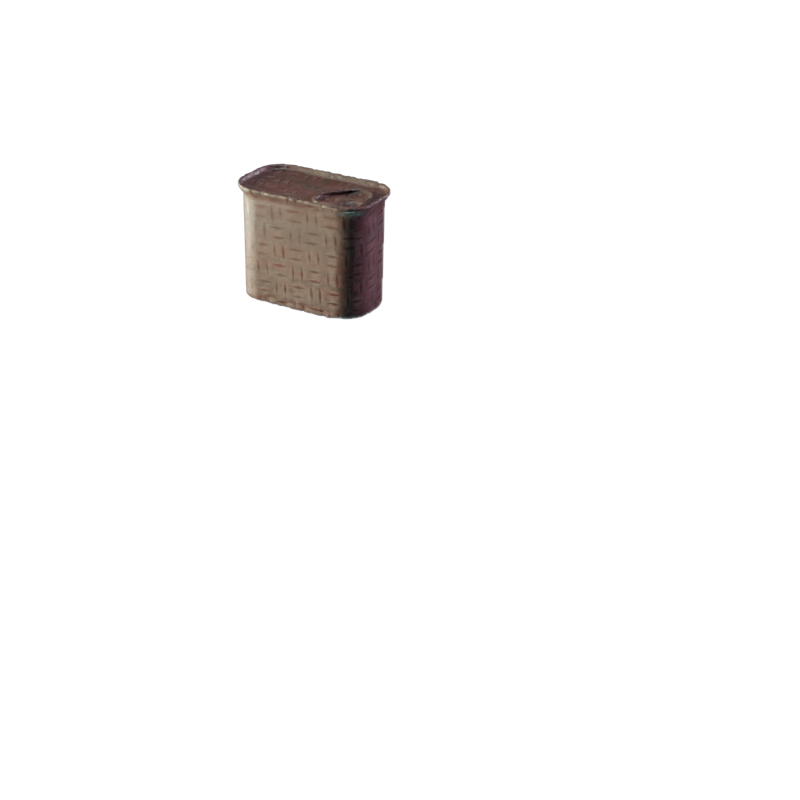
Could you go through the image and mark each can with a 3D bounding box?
[{"bbox_3d":[-0.059,-0.108,0.758,0.107,0.079,0.058,16,29,26],"label":"can"}]
